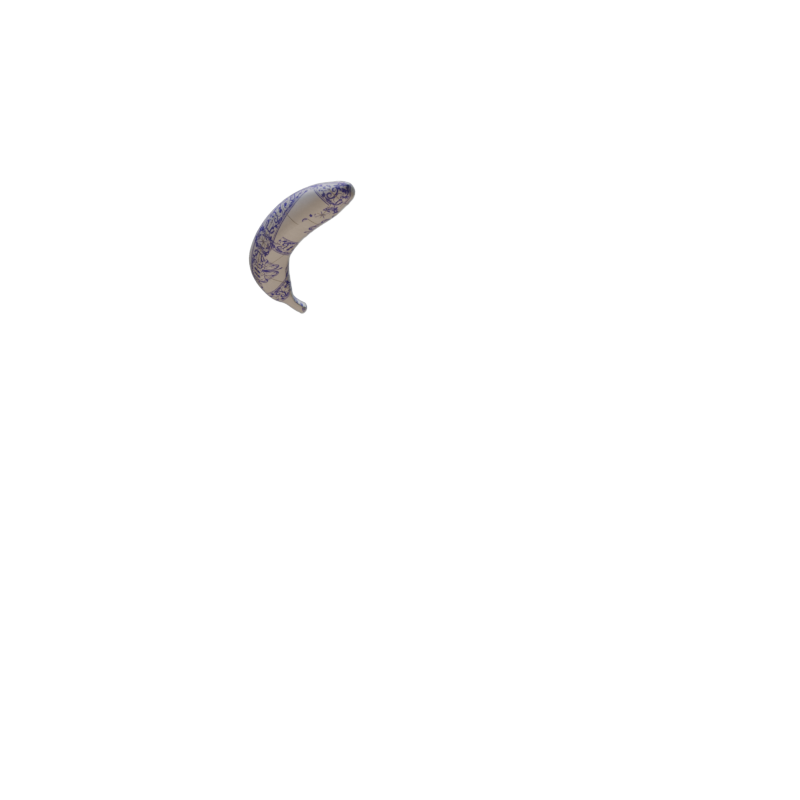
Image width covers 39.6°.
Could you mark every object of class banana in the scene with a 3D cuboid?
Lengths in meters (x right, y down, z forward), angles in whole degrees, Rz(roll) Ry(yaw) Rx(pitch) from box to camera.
[{"bbox_3d":[-0.097,-0.143,1.000,0.068,0.039,0.190,8,-29,-15],"label":"banana"}]
